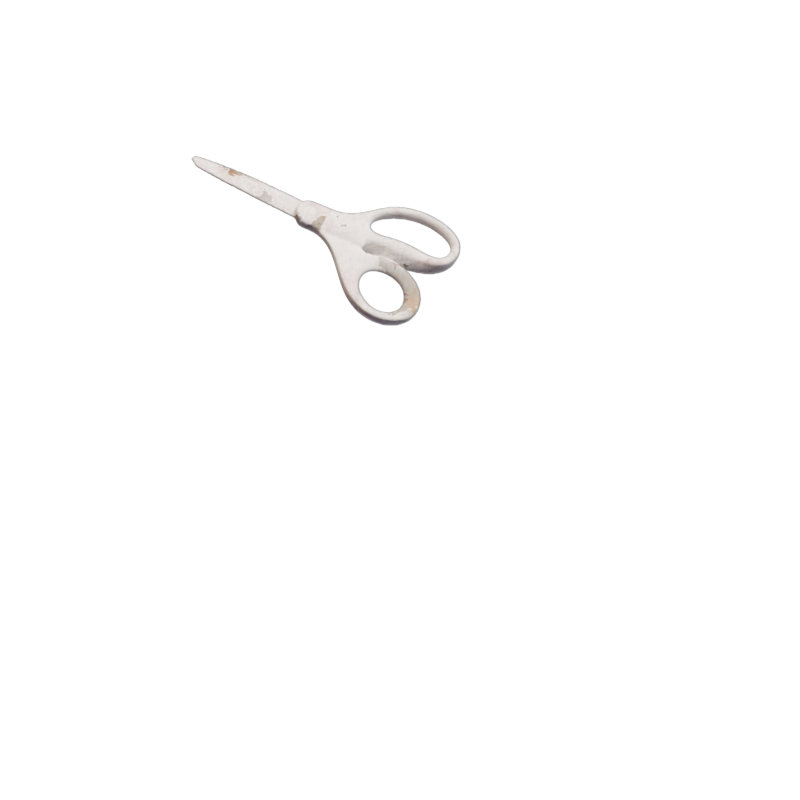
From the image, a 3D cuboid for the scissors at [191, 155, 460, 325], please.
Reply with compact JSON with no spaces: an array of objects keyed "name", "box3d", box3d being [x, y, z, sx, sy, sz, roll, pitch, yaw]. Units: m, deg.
[{"name":"scissors","box3d":[-0.061,-0.110,0.774,0.204,0.101,0.015,12,-24,5]}]
